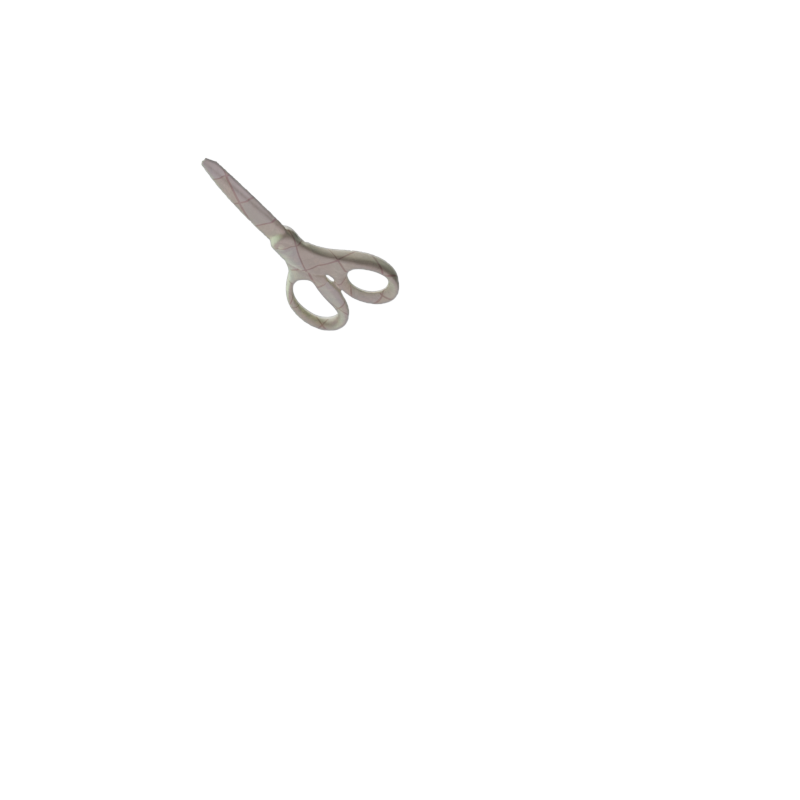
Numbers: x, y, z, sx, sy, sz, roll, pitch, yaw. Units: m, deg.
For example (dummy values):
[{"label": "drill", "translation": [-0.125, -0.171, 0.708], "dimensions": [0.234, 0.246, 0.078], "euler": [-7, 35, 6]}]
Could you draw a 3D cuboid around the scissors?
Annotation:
[{"label": "scissors", "translation": [-0.063, -0.114, 0.801], "dimensions": [0.097, 0.017, 0.186], "euler": [-9, -37, 12]}]
